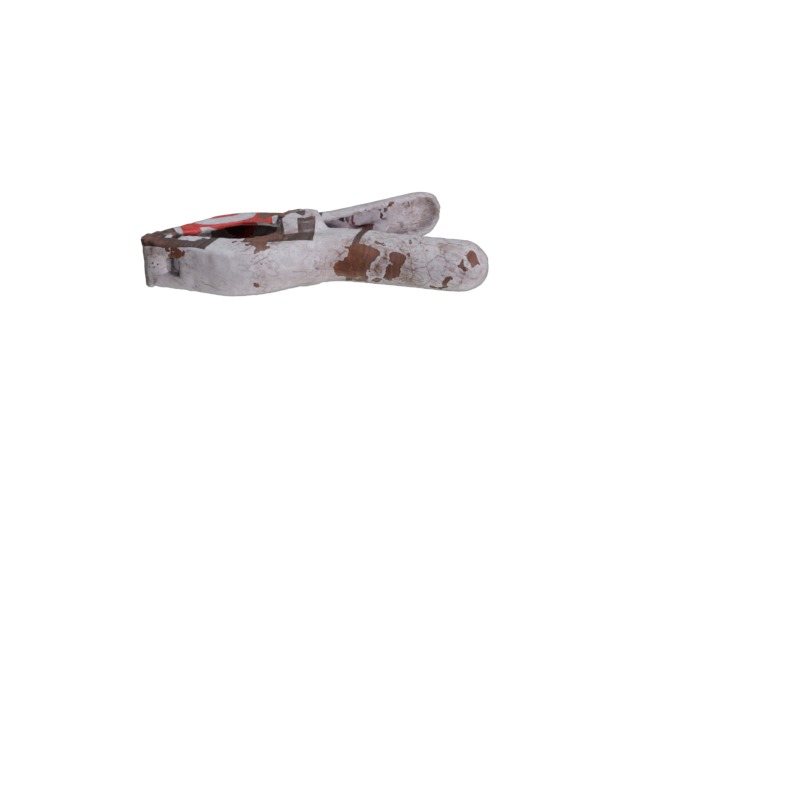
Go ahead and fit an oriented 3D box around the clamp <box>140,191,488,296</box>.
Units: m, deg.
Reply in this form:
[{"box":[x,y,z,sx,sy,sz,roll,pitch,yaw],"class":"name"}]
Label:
[{"box":[-0.045,-0.083,0.580,0.172,0.038,0.124,0,18,1],"class":"clamp"}]
